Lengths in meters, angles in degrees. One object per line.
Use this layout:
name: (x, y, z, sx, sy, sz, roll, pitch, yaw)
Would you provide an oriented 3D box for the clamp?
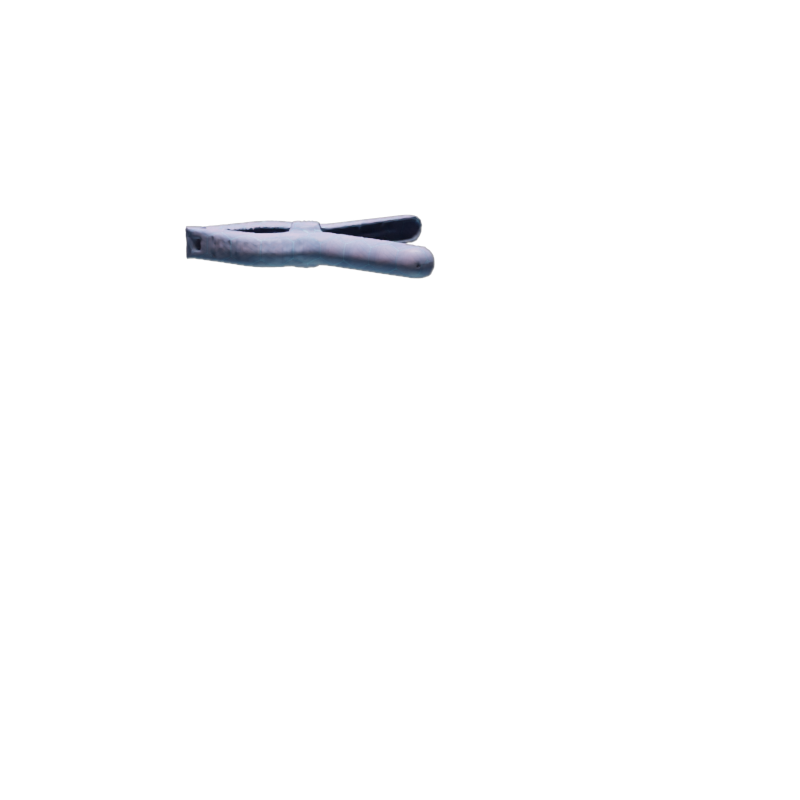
clamp: (-0.073, -0.133, 0.935, 0.212, 0.035, 0.168, 2, 18, 7)
